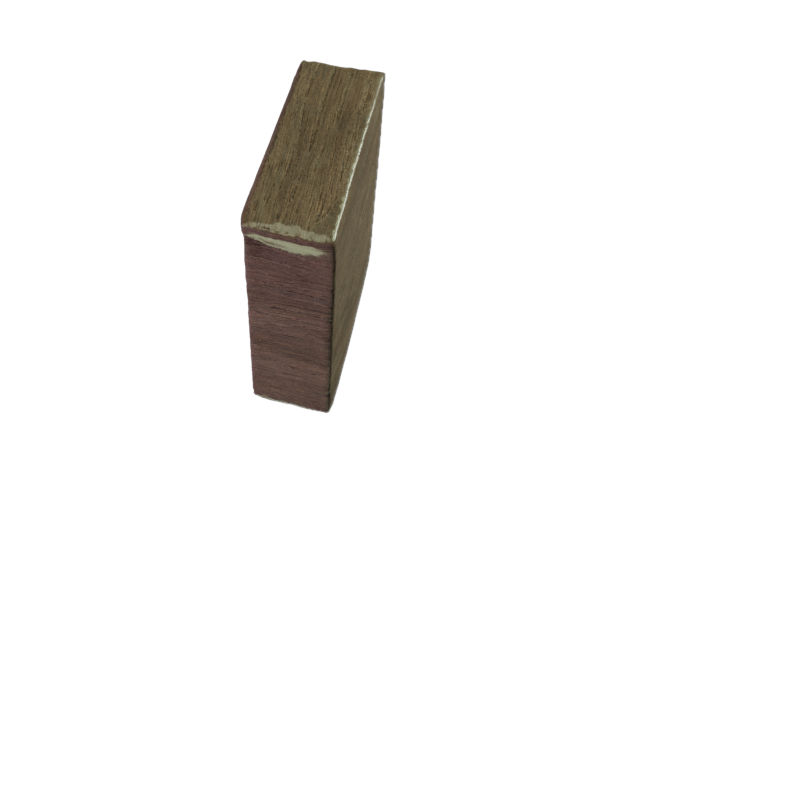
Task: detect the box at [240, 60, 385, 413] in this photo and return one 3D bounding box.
[{"bbox_3d":[-0.065,-0.118,0.825,0.072,0.173,0.200,11,-34,3],"label":"box"}]
